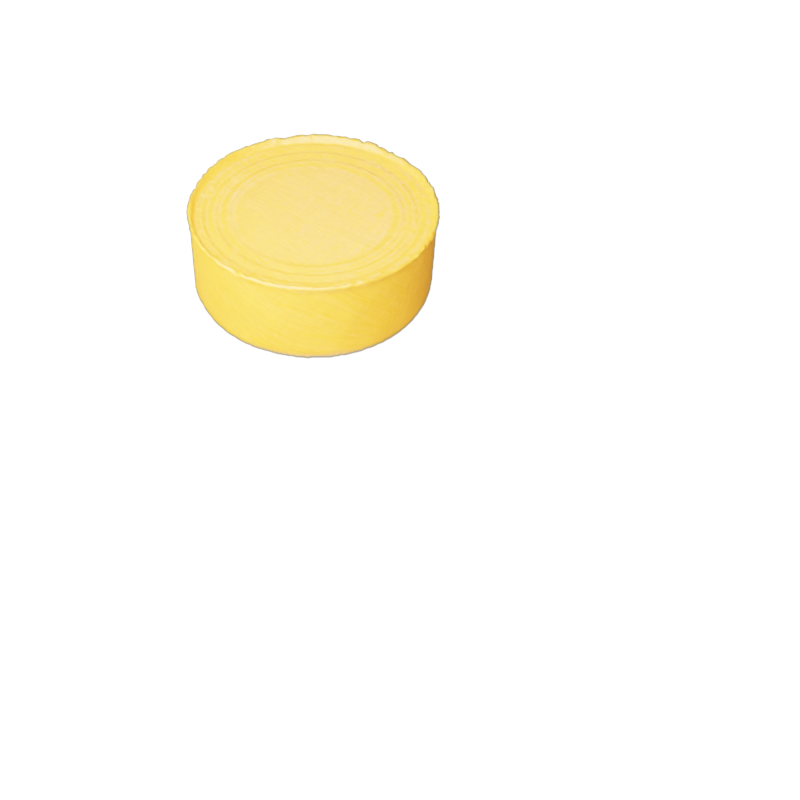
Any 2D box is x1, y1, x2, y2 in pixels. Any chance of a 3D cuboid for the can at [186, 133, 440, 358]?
[{"bbox_3d":[-0.030,-0.055,0.386,0.086,0.031,0.092,-1,44,-2],"label":"can"}]
